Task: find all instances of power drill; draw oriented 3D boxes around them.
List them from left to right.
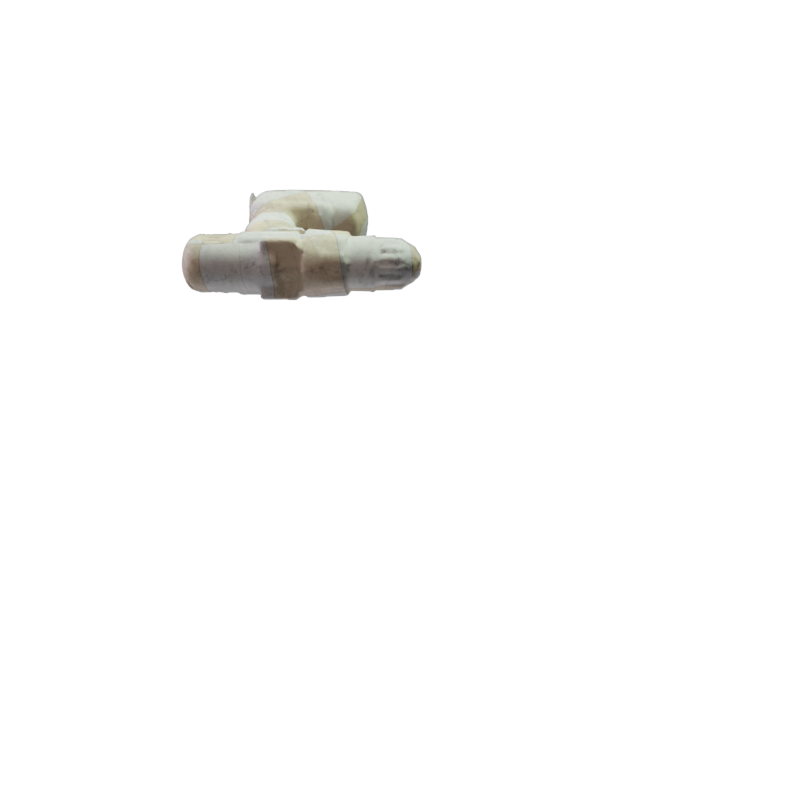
[{"bbox_3d":[-0.072,-0.131,0.916,0.186,0.055,0.193,2,19,5],"label":"power drill"}]
